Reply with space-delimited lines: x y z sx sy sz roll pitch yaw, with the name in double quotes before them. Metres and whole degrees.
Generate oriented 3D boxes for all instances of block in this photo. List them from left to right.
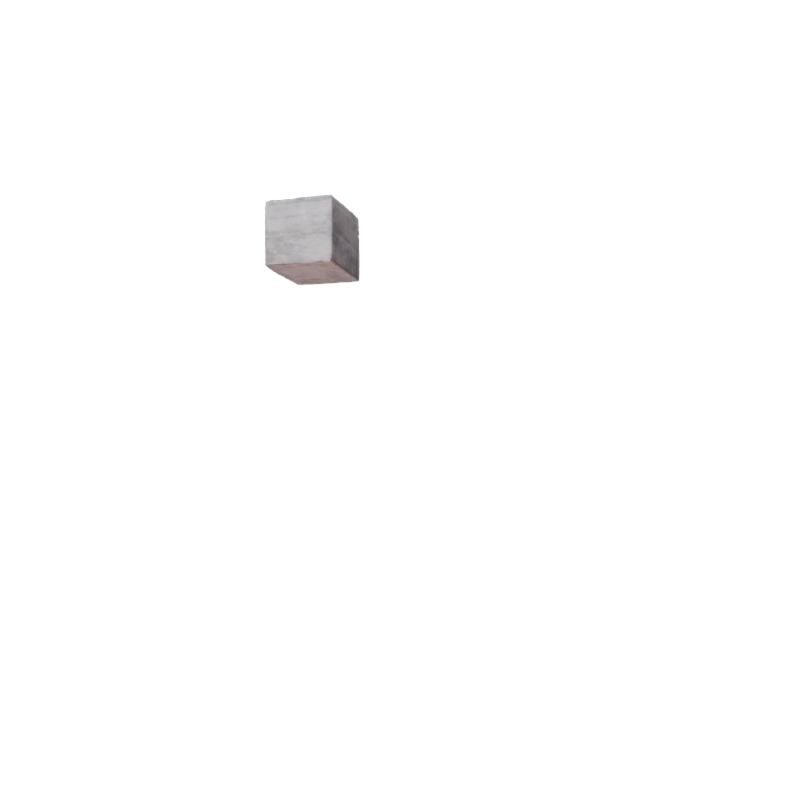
"block" -0.066 -0.120 0.842 0.054 0.053 0.075 -3 -8 15
